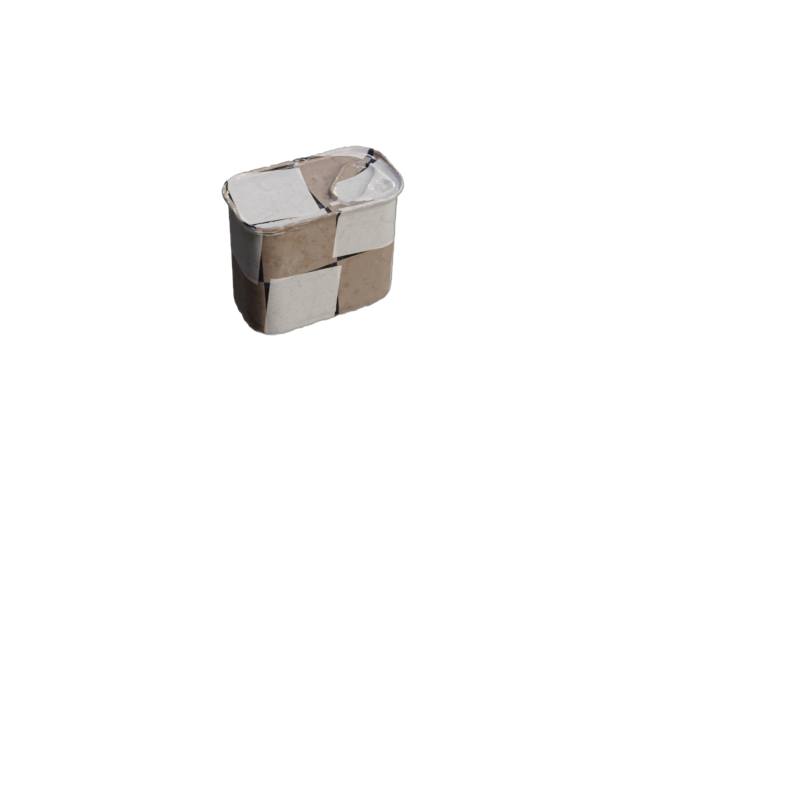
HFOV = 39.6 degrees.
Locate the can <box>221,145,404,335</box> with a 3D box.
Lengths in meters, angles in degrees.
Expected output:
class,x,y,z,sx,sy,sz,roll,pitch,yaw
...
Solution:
class,x,y,z,sx,sy,sz,roll,pitch,yaw
can,-0.051,-0.094,0.657,0.101,0.078,0.062,-18,46,-20
